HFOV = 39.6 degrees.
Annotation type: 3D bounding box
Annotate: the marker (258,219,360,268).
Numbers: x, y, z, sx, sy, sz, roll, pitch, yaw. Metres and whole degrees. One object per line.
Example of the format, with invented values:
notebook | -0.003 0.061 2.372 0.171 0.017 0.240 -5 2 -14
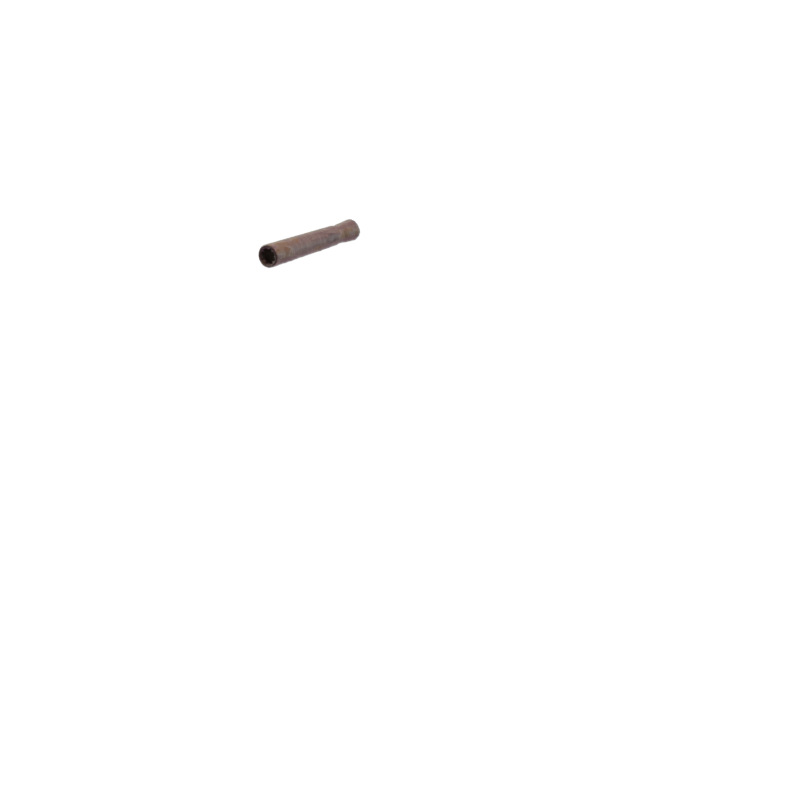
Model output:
marker | -0.071 -0.129 0.901 0.020 0.019 0.120 3 19 33
